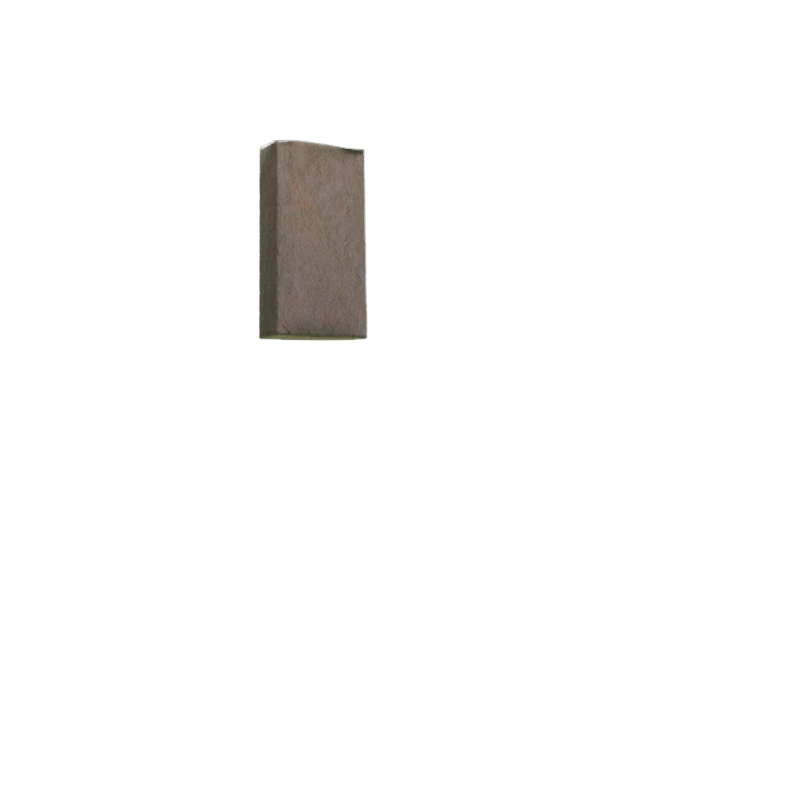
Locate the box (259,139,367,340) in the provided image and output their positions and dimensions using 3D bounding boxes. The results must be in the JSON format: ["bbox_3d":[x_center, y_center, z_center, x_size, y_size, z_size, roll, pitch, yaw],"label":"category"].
[{"bbox_3d":[-0.078,-0.143,0.998,0.090,0.179,0.049,3,-8,-29],"label":"box"}]
